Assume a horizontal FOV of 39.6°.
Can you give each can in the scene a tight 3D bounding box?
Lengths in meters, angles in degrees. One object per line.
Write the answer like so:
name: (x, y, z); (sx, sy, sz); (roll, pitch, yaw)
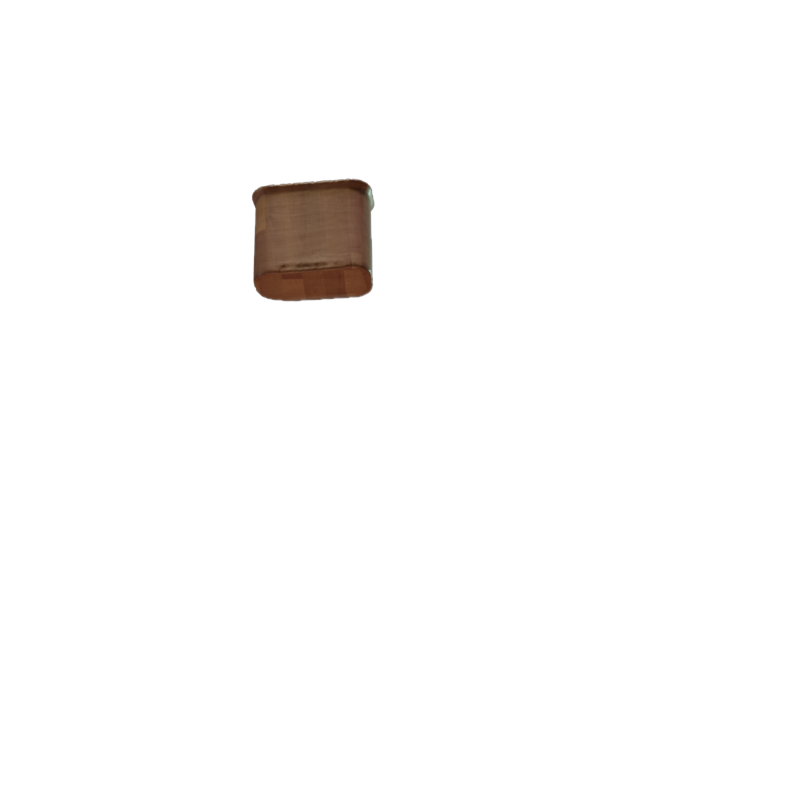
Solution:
can: (-0.072, -0.131, 0.918); (0.103, 0.089, 0.054); (-4, -28, 6)
